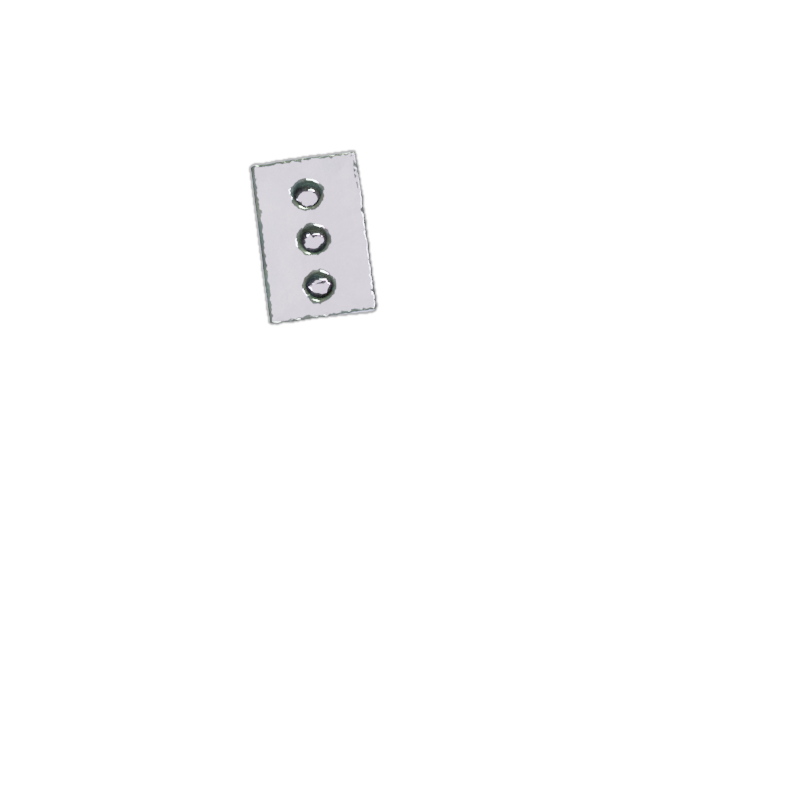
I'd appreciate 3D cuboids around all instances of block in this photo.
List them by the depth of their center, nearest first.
[{"bbox_3d":[-0.043,-0.078,0.546,0.053,0.078,0.051,-8,0,-2],"label":"block"}]
